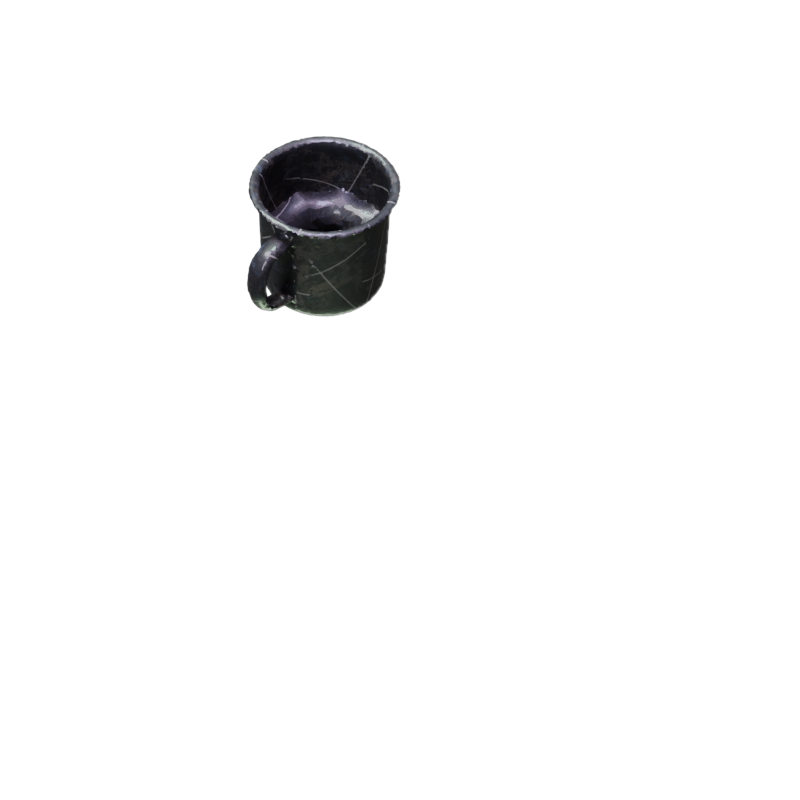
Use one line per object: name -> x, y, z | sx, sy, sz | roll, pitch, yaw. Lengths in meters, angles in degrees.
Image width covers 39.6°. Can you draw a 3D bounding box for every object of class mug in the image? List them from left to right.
mug -> -0.055, -0.100, 0.700 | 0.098, 0.076, 0.120 | 26, 53, 20
